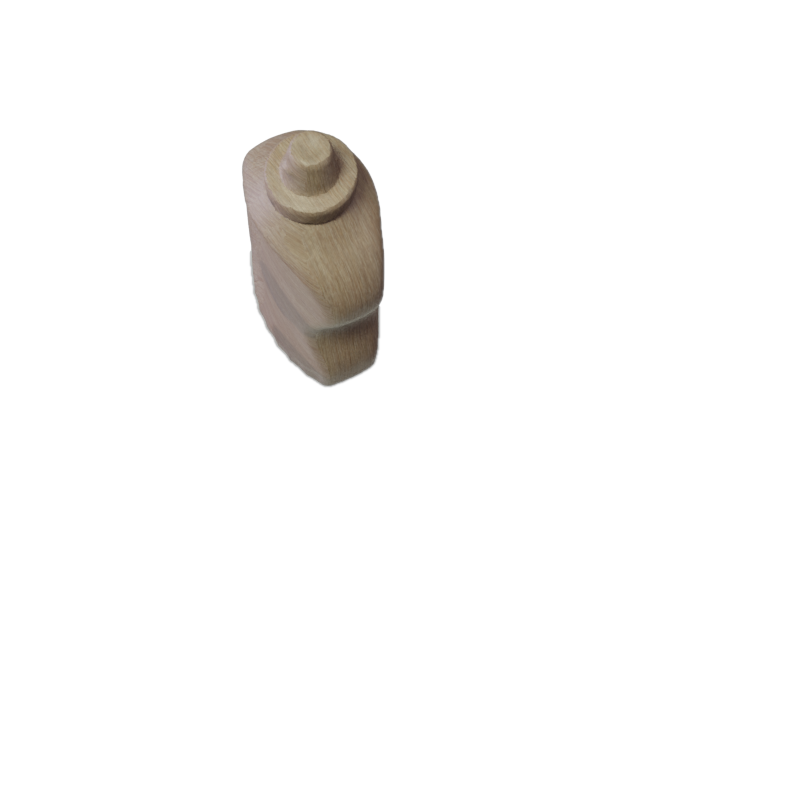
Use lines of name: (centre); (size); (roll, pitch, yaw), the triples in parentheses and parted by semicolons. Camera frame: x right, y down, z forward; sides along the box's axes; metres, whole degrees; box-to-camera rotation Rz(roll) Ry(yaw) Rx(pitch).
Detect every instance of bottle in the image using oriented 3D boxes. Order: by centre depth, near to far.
bottle: (-0.043, -0.078, 0.545); (0.058, 0.101, 0.183); (-23, -16, -11)
